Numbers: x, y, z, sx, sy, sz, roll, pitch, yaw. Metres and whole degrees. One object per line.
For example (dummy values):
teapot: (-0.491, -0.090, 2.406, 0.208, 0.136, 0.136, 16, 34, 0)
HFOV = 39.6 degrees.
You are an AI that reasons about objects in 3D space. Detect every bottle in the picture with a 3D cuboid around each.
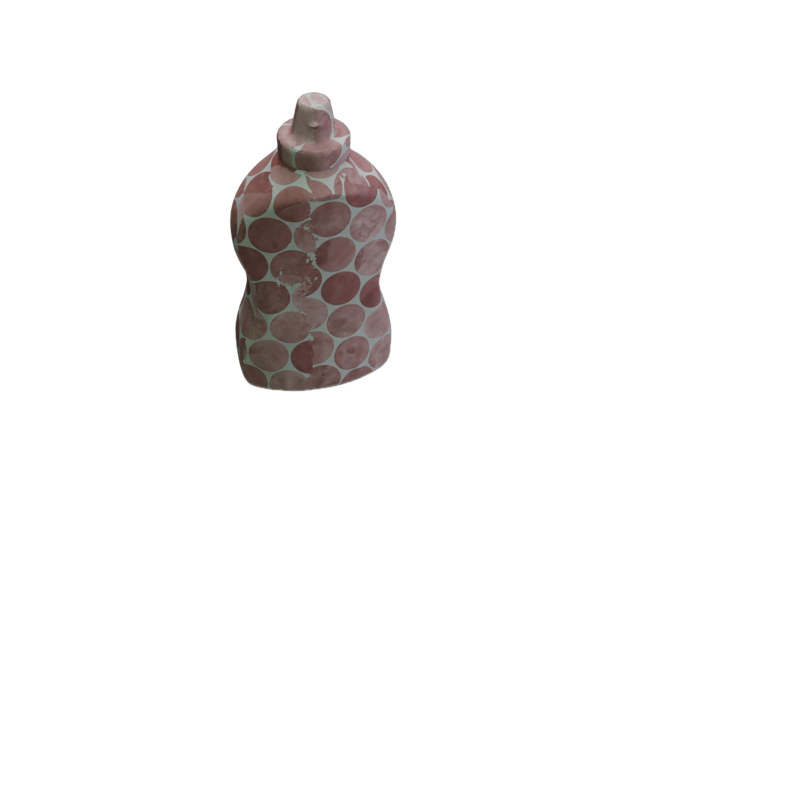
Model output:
bottle: (-0.051, -0.093, 0.652, 0.095, 0.179, 0.063, -6, 40, -11)
